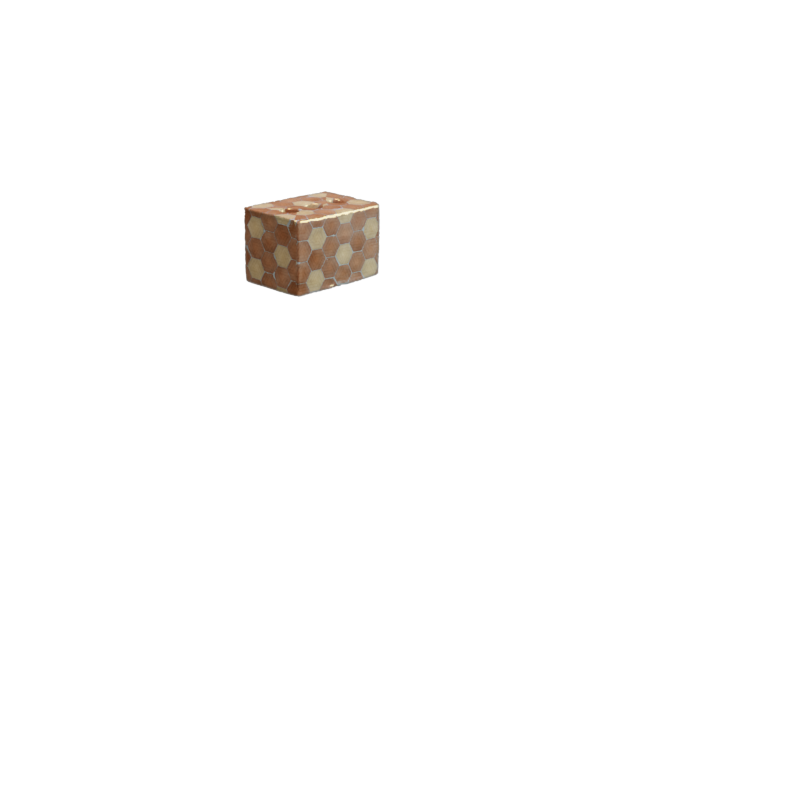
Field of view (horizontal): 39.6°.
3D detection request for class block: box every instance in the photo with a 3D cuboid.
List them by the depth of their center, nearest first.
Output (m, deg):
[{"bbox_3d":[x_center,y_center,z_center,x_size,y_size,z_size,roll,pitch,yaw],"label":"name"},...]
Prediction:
[{"bbox_3d":[-0.058,-0.105,0.736,0.056,0.049,0.077,17,25,40],"label":"block"}]
